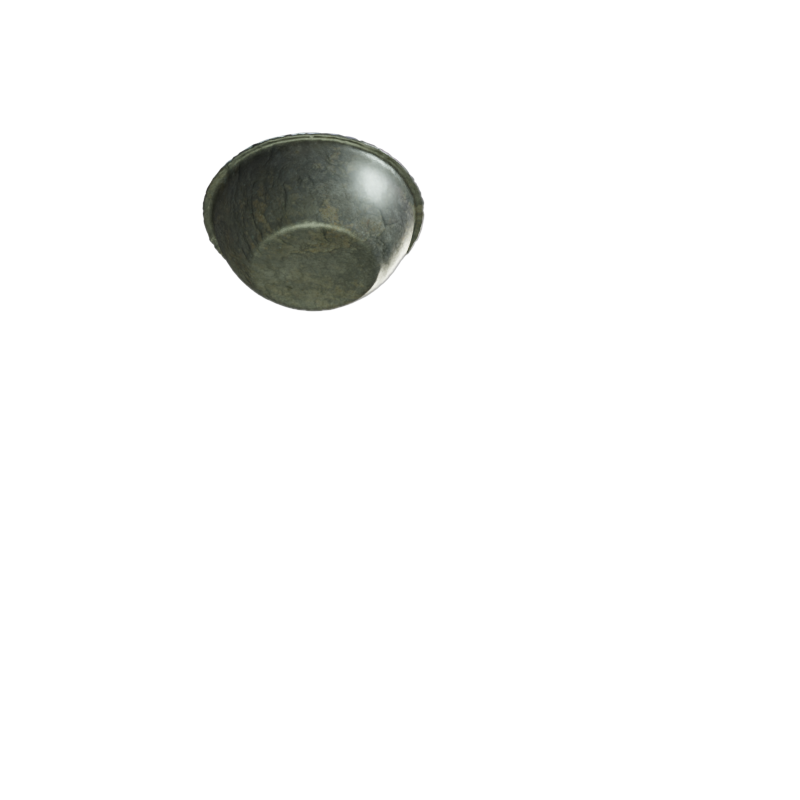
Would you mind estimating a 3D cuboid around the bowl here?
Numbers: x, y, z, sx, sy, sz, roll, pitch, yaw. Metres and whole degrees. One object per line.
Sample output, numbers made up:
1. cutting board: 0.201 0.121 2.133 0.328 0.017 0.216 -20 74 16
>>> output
1. bowl: -0.062 -0.113 0.793 0.162 0.059 0.151 1 -40 -1
